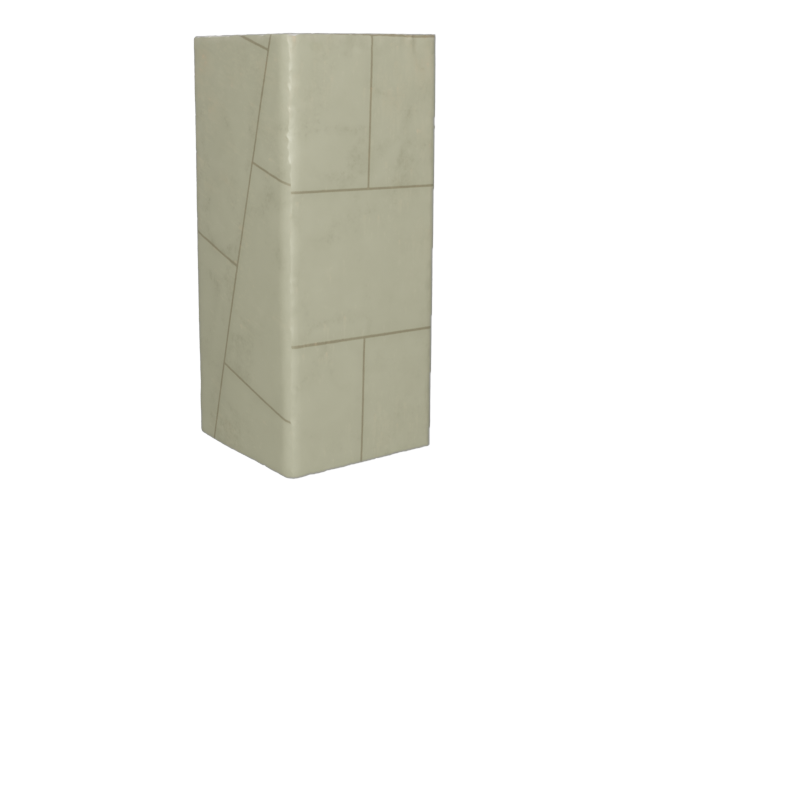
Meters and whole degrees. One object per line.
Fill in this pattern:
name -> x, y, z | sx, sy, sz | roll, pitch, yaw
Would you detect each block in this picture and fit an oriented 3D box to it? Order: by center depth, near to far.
block -> -0.044, -0.080, 0.559 | 0.088, 0.201, 0.095 | -7, 13, -36
